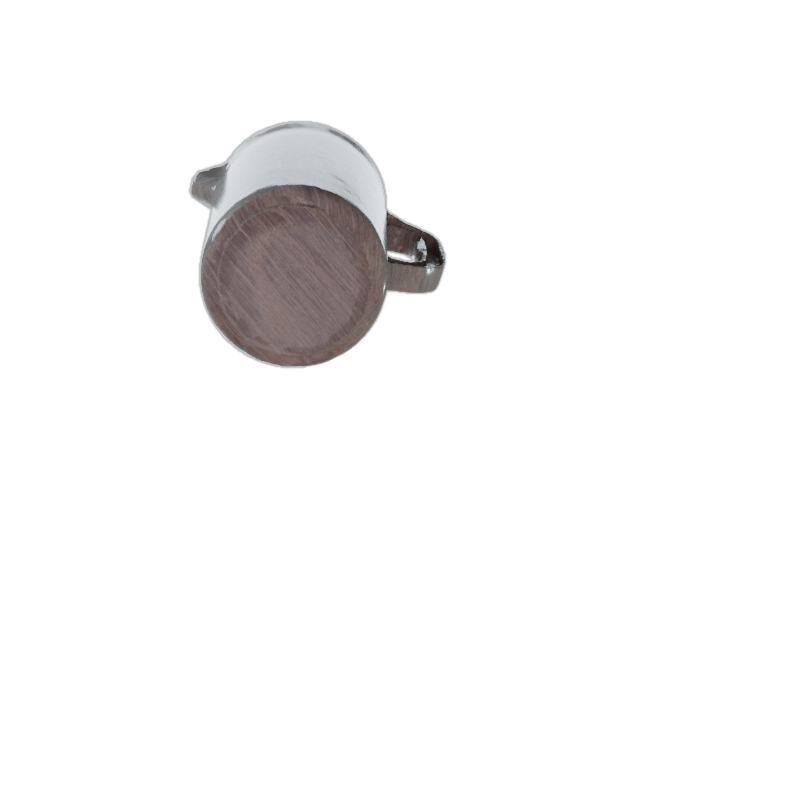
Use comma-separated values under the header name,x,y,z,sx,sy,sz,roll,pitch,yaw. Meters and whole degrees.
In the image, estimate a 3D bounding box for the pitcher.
name,x,y,z,sx,sy,sz,roll,pitch,yaw
pitcher,-0.058,-0.106,0.740,0.149,0.140,0.252,-27,17,5
